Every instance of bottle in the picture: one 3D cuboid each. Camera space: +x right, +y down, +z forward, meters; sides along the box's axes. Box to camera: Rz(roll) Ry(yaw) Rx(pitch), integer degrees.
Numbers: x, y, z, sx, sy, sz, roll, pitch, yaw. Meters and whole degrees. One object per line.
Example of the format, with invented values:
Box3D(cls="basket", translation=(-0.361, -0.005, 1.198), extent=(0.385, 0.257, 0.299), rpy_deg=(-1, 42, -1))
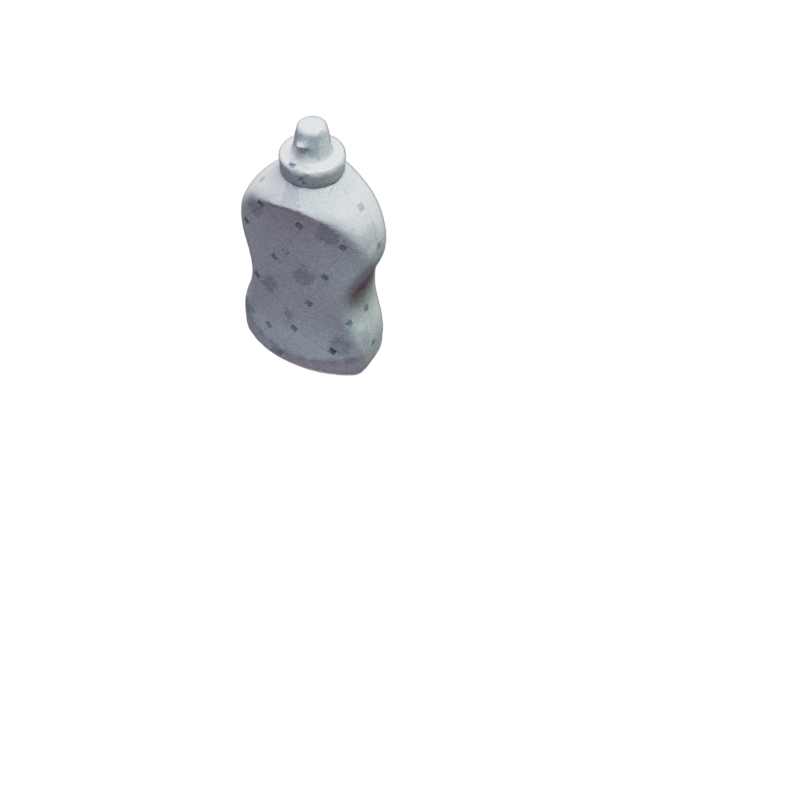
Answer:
Box3D(cls="bottle", translation=(-0.056, -0.102, 0.719), extent=(0.100, 0.179, 0.060), rpy_deg=(25, 50, 19))
